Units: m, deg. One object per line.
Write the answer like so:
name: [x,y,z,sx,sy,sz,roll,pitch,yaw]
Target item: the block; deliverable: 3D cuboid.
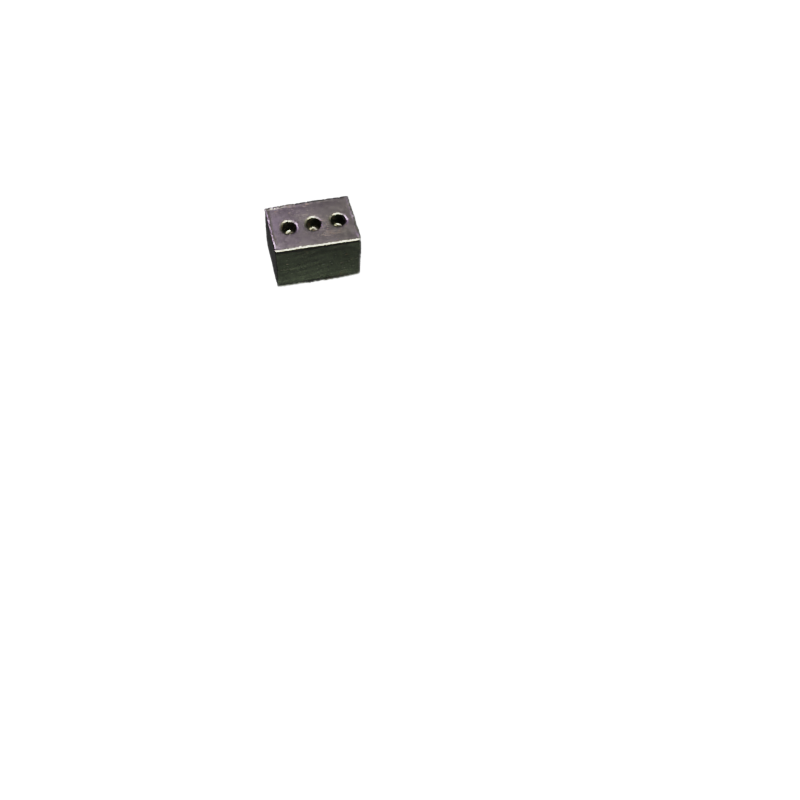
block: [-0.077,-0.140,0.979,0.077,0.057,0.048,-10,-35,-9]
